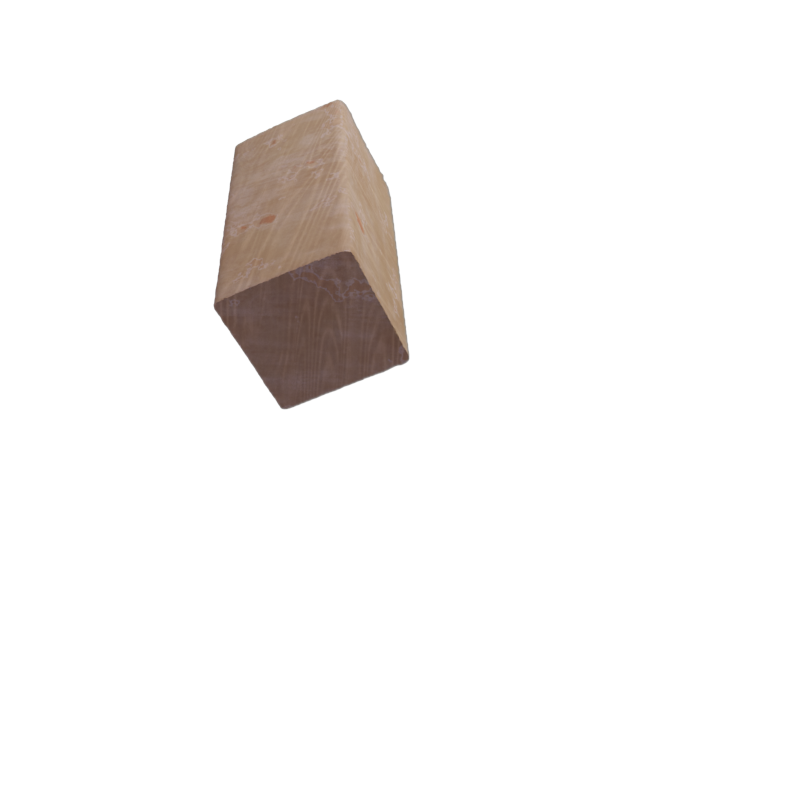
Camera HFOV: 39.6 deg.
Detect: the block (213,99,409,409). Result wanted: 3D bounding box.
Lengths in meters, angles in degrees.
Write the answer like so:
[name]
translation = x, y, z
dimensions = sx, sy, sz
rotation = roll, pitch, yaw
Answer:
[block]
translation = -0.057, -0.106, 0.737
dimensions = 0.090, 0.084, 0.220
rotation = -22, 35, 12
